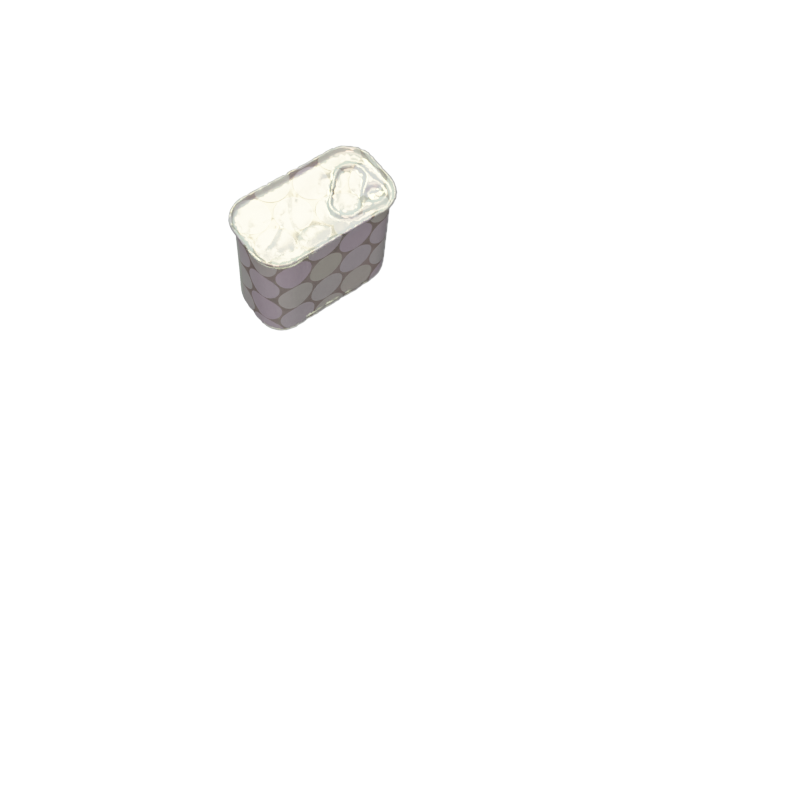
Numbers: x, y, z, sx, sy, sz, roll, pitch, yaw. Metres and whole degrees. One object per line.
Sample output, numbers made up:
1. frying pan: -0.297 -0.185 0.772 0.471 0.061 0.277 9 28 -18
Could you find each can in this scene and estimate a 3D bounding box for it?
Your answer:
1. can: -0.055 -0.100 0.701 0.102 0.061 0.079 -32 -23 -19
